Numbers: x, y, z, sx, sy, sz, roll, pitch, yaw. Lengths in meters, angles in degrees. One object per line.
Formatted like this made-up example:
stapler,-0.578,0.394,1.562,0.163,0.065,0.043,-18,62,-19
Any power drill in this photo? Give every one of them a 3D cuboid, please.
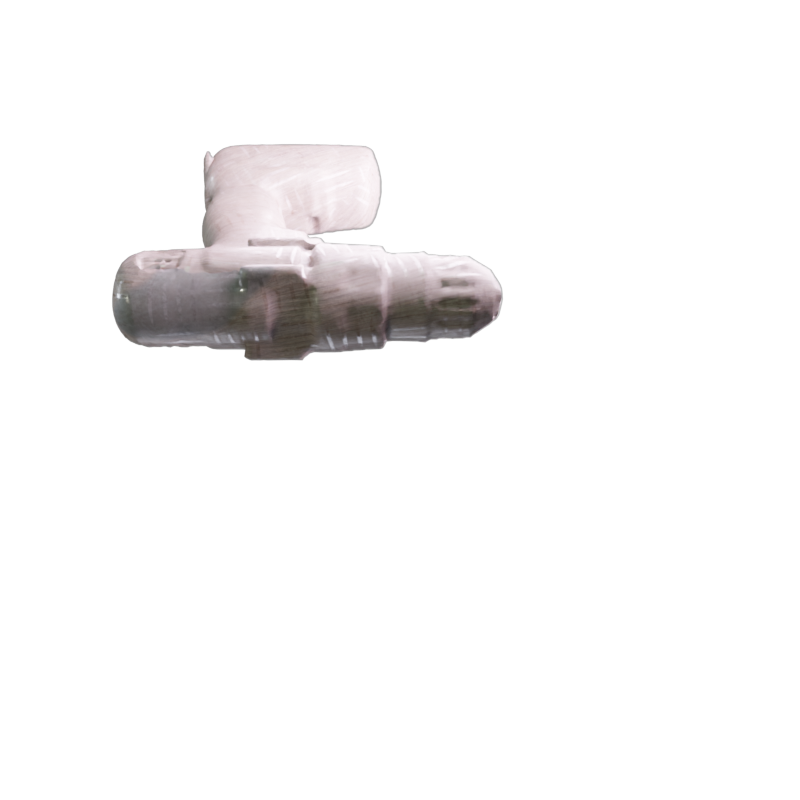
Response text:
power drill,-0.046,-0.084,0.590,0.185,0.054,0.198,0,27,0
